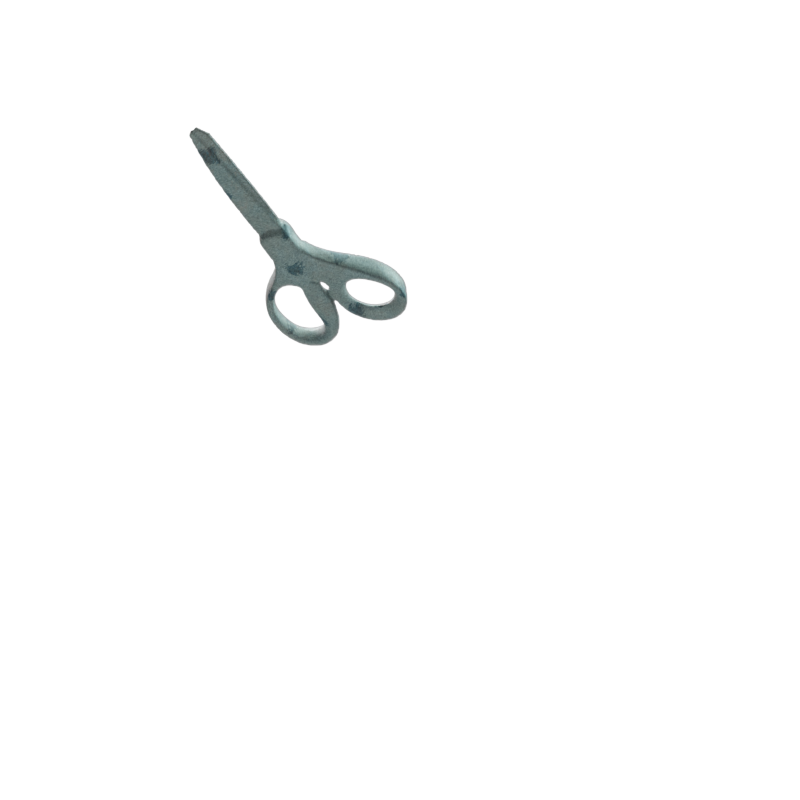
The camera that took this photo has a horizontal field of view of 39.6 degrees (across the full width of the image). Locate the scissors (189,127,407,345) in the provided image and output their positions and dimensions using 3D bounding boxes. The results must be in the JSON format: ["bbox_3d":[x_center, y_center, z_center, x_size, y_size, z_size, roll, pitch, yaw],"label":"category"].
[{"bbox_3d":[-0.050,-0.090,0.633,0.097,0.017,0.187,-3,-32,5],"label":"scissors"}]
